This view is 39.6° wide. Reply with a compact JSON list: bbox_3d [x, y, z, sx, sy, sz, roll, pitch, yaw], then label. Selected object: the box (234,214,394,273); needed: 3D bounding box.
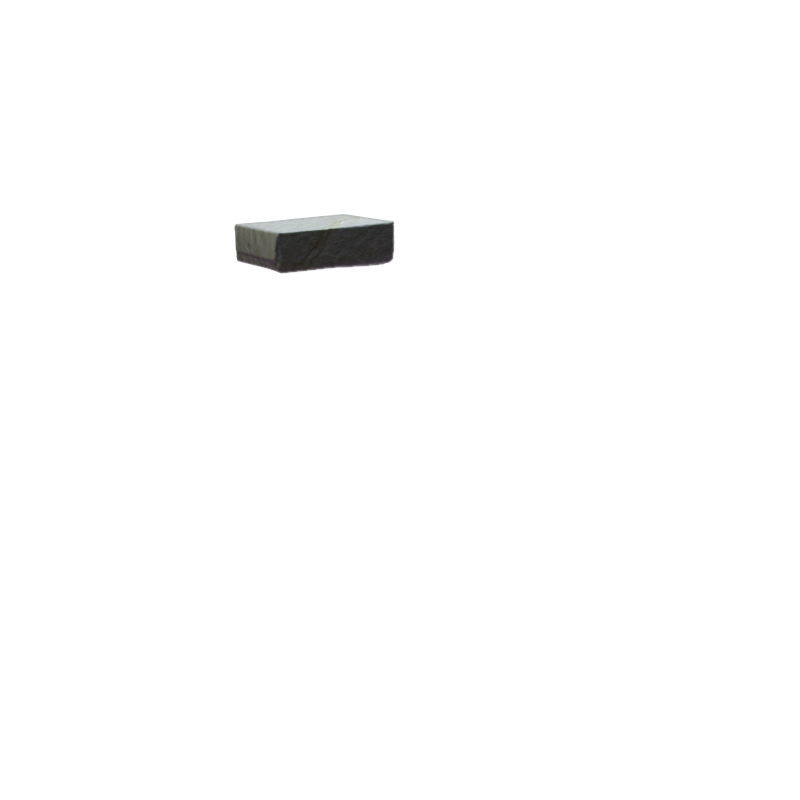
[{"bbox_3d":[-0.075,-0.136,0.954,0.110,0.038,0.095,-8,16,-28],"label":"box"}]
